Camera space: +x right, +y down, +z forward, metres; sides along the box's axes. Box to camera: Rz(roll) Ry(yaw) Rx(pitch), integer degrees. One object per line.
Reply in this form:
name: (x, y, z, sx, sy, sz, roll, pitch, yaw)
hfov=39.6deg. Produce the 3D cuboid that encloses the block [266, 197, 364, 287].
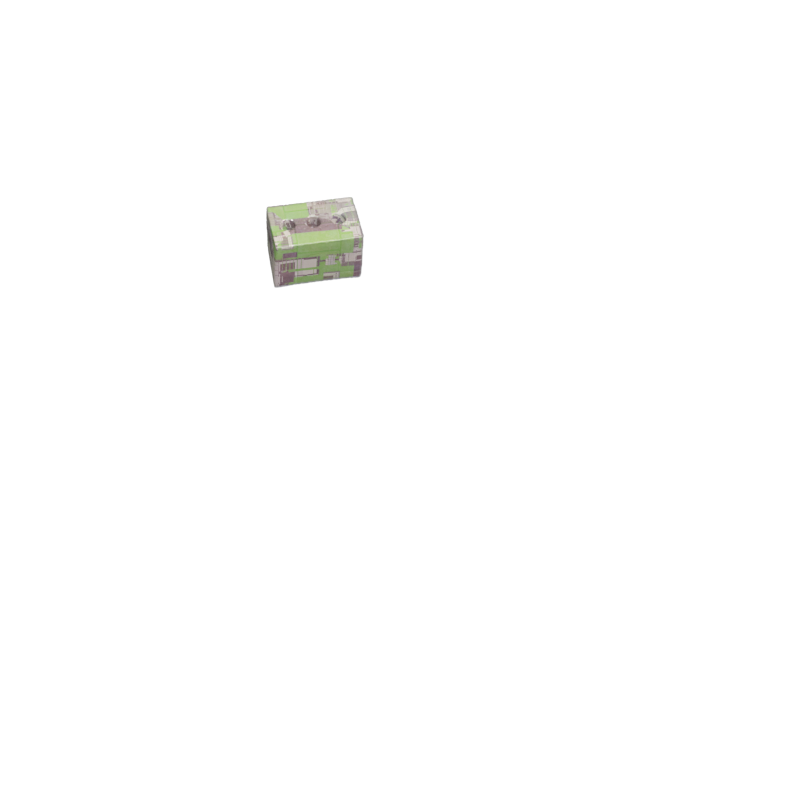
block: (-0.075, -0.137, 0.962, 0.077, 0.057, 0.048, -9, -39, -8)
